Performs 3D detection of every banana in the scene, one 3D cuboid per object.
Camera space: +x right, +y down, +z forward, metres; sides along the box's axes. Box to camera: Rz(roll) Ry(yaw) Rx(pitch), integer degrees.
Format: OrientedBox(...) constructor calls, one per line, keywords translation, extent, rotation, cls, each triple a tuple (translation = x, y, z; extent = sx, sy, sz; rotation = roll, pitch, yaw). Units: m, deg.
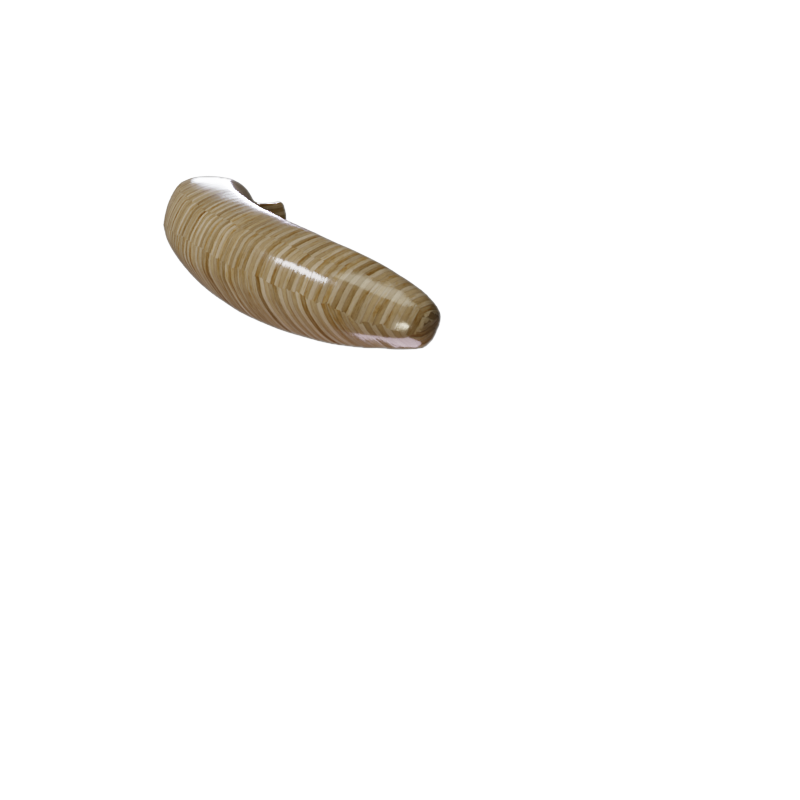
OrientedBox(translation=(-0.052, -0.061, 0.430), extent=(0.068, 0.035, 0.210), rotation=(-7, 23, -19), cls="banana")
